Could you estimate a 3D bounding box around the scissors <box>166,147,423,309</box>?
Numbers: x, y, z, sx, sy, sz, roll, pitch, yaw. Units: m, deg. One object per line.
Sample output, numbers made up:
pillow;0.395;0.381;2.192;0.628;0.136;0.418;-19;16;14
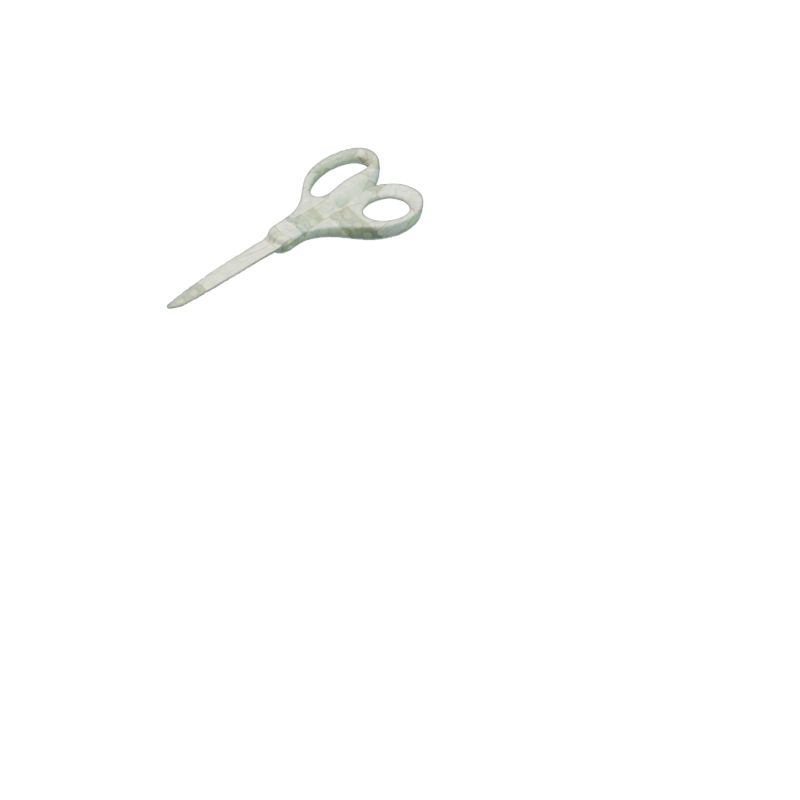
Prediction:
scissors;-0.058;-0.106;0.743;0.100;0.015;0.208;21;50;19
